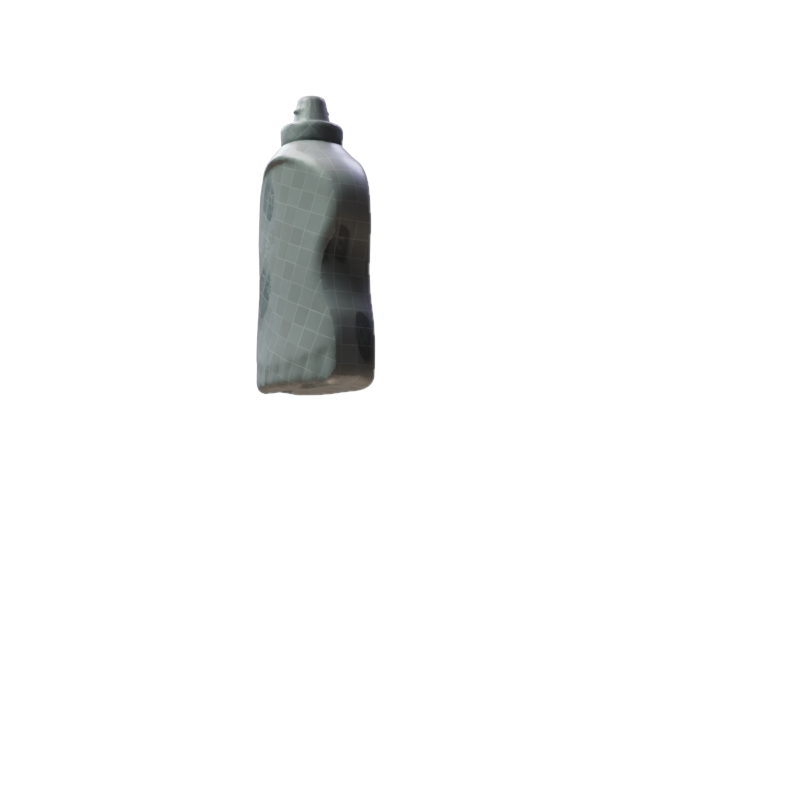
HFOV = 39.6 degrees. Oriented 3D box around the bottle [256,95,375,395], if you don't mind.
[{"bbox_3d":[-0.056,-0.102,0.712,0.056,0.197,0.097,6,-12,-32],"label":"bottle"}]
